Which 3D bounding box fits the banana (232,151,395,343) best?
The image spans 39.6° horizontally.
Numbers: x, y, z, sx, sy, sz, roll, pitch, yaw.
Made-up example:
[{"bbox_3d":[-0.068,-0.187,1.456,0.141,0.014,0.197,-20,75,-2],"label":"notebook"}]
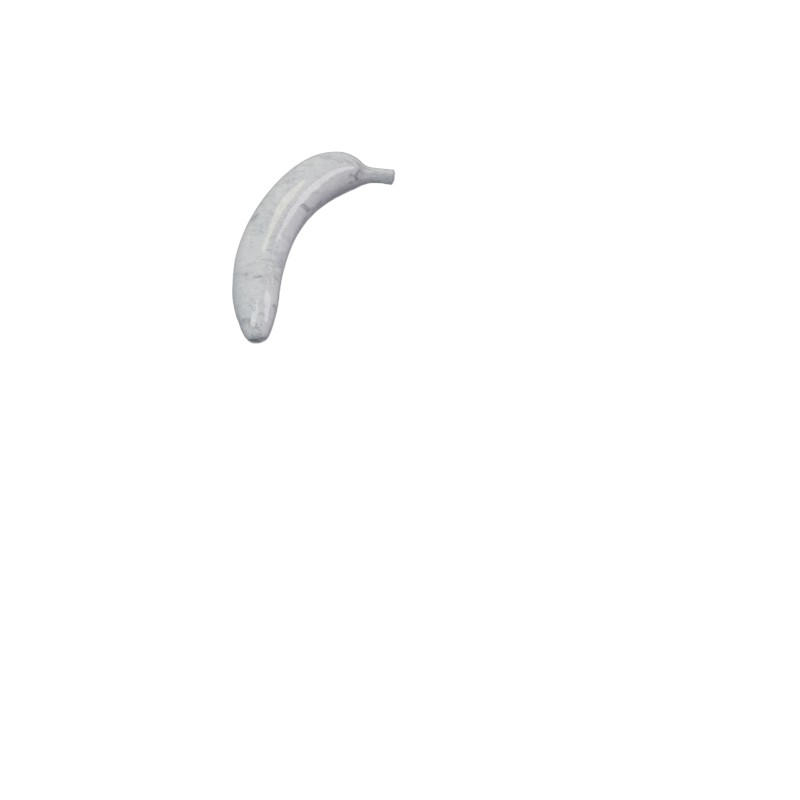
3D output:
[{"bbox_3d":[-0.078,-0.128,0.825,0.072,0.204,0.034,24,-33,16],"label":"banana"}]
